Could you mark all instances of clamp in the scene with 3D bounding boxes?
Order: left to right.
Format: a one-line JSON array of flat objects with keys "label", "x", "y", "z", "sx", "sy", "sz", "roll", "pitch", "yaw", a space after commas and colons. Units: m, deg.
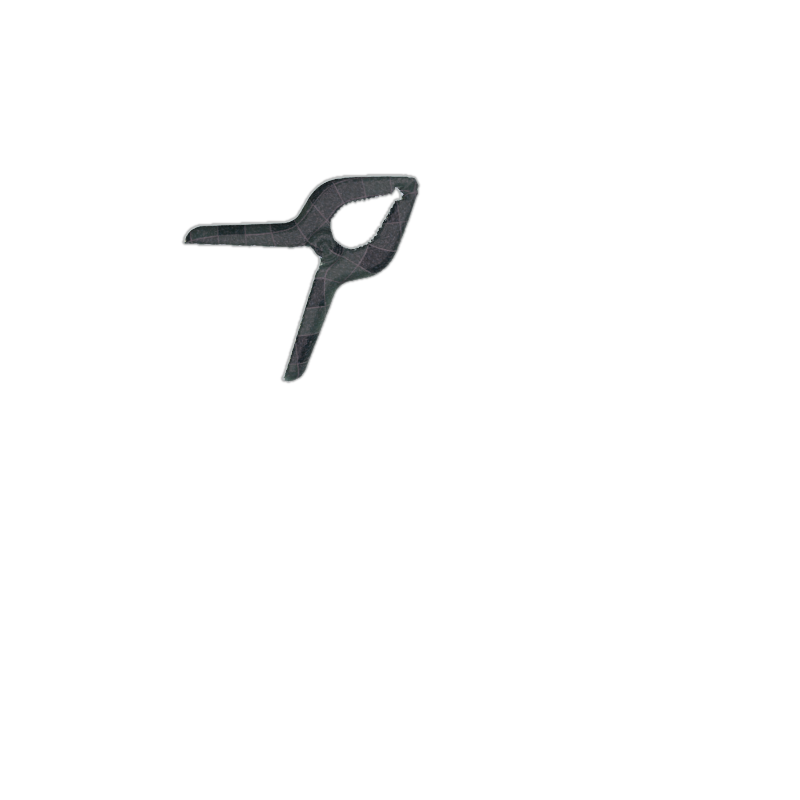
[{"label": "clamp", "x": -0.078, "y": -0.142, "z": 0.995, "sx": 0.209, "sy": 0.163, "sz": 0.037, "roll": -42, "pitch": 3, "yaw": 2}]
